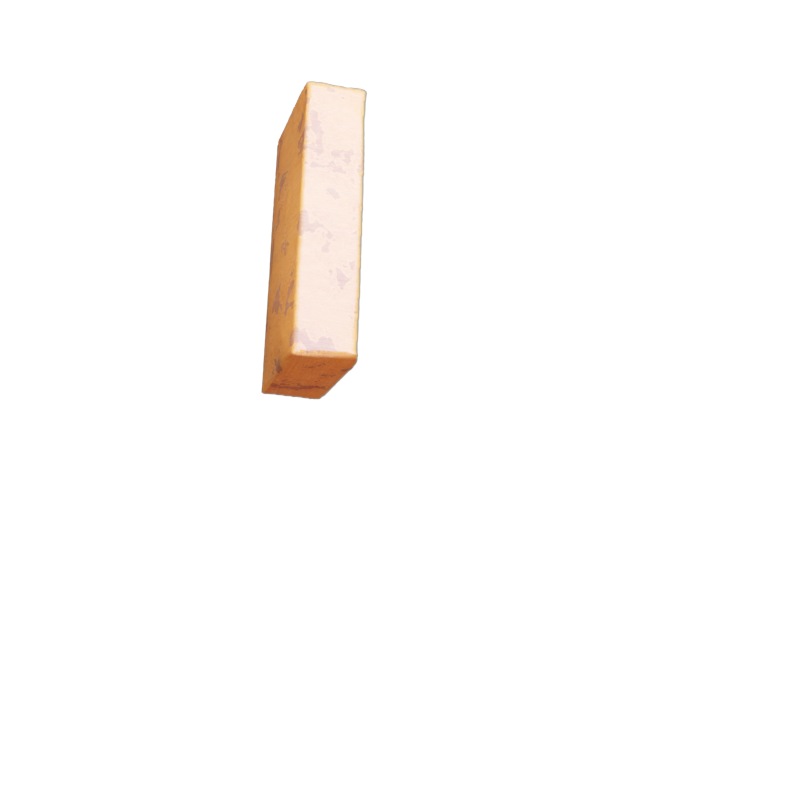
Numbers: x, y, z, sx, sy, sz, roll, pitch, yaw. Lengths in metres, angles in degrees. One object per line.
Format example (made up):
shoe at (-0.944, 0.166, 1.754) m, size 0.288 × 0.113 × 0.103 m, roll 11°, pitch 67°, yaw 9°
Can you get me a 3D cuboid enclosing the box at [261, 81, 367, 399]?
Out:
box at (-0.054, -0.098, 0.688) m, size 0.047 × 0.185 × 0.091 m, roll 5°, pitch -22°, yaw -17°
